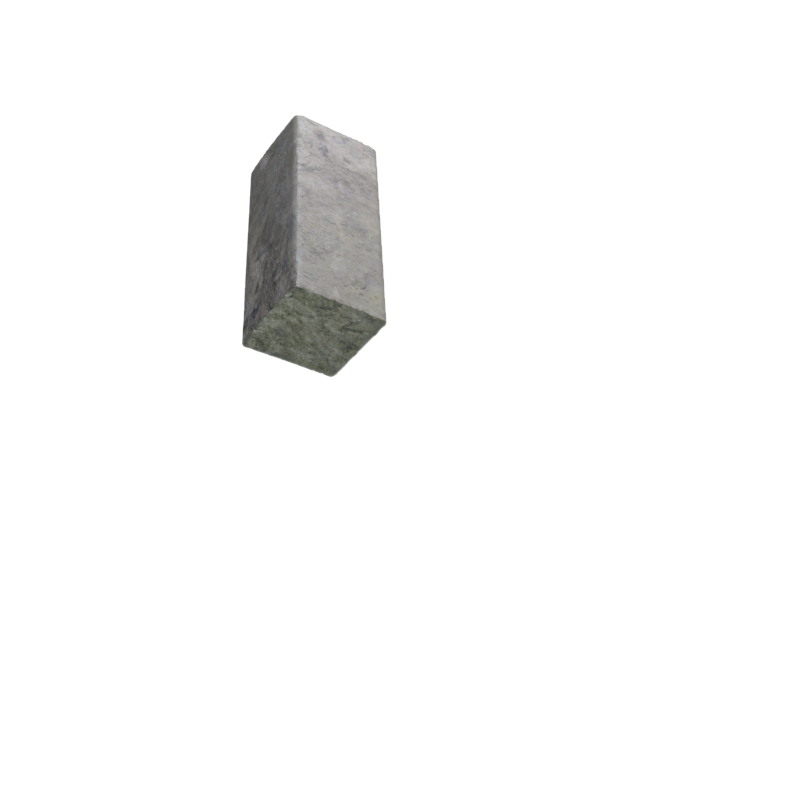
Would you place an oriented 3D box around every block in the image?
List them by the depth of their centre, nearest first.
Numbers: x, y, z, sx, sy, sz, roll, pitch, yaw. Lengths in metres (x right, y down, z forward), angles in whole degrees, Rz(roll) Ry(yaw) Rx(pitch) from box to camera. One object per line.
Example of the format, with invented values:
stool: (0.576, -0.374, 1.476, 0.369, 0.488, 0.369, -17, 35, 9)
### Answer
block: (-0.076, -0.139, 0.971, 0.087, 0.221, 0.088, 21, -45, -26)
